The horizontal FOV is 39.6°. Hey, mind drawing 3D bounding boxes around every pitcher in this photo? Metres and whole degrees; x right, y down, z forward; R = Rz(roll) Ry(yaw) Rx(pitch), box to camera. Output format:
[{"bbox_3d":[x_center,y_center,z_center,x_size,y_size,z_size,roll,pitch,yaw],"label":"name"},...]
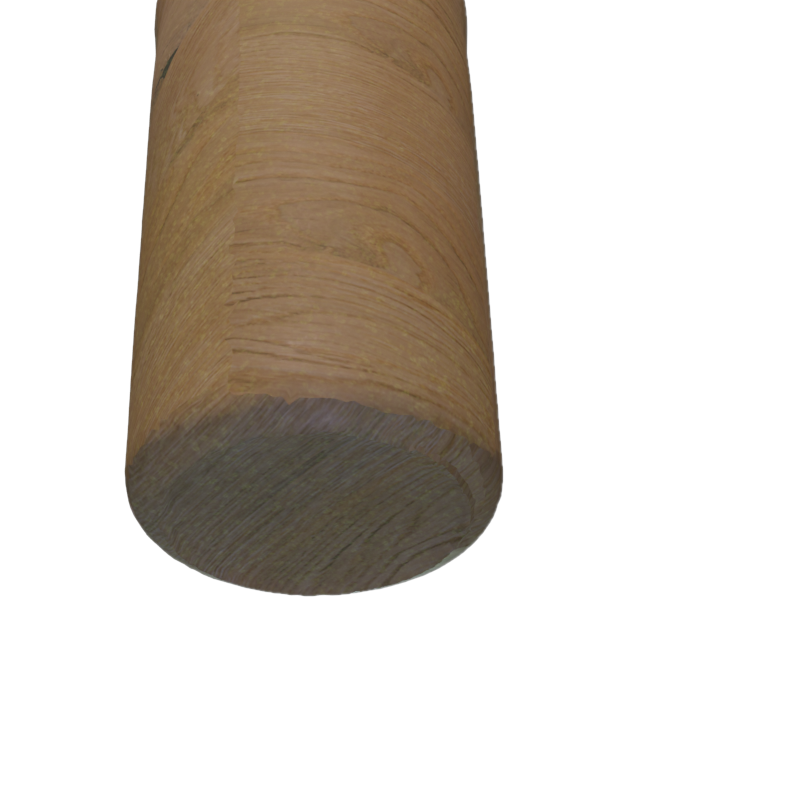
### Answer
[{"bbox_3d":[-0.031,-0.057,0.402,0.144,0.261,0.139,-30,-48,28],"label":"pitcher"}]
